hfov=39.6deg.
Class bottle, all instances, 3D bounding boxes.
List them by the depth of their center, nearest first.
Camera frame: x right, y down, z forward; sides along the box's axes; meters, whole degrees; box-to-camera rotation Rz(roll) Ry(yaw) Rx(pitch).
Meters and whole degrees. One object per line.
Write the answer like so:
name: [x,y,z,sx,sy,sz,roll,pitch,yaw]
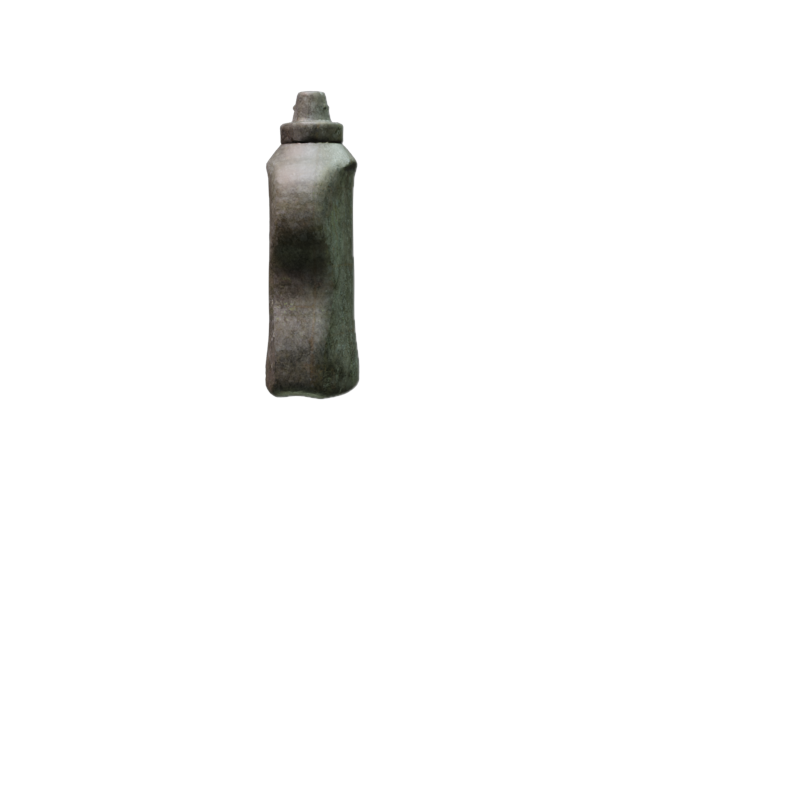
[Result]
bottle: [-0.056,-0.102,0.713,0.059,0.191,0.095,0,3,11]
